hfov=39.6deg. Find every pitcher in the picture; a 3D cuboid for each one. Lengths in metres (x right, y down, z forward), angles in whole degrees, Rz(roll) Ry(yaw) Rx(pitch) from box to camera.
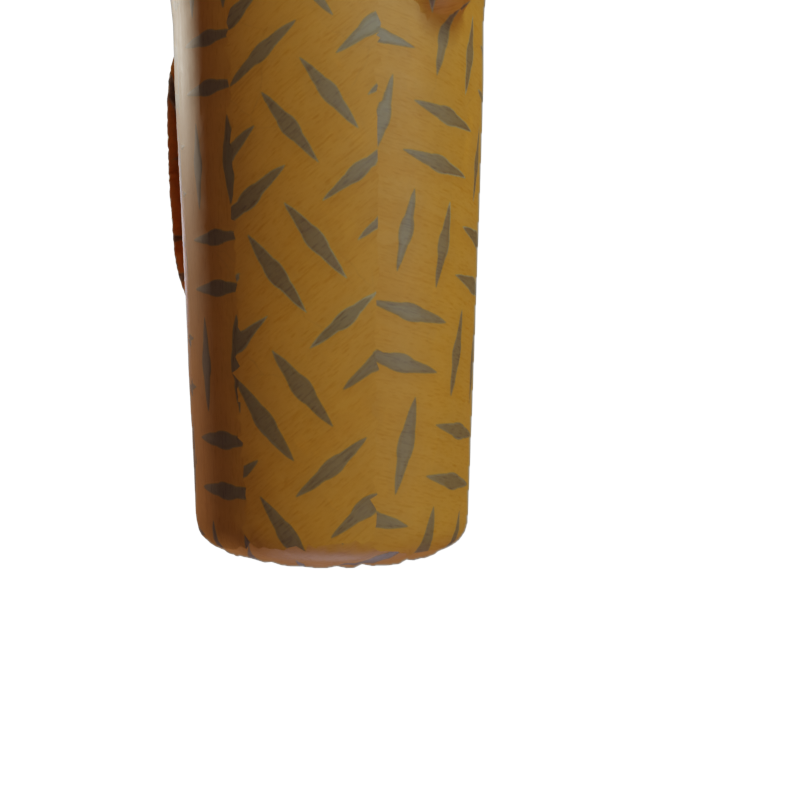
[{"bbox_3d":[-0.036,-0.065,0.459,0.145,0.245,0.148,0,-2,0],"label":"pitcher"}]
